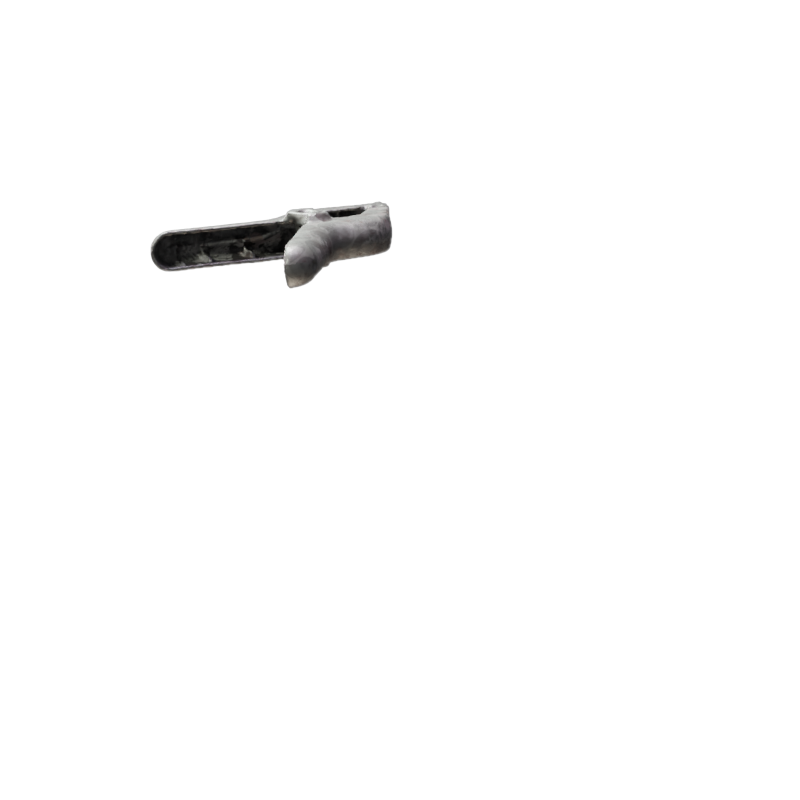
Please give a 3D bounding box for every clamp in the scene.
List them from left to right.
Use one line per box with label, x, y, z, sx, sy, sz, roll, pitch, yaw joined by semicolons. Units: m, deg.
clamp;-0.054;-0.098;0.686;0.169;0.037;0.127;-21;30;-40
